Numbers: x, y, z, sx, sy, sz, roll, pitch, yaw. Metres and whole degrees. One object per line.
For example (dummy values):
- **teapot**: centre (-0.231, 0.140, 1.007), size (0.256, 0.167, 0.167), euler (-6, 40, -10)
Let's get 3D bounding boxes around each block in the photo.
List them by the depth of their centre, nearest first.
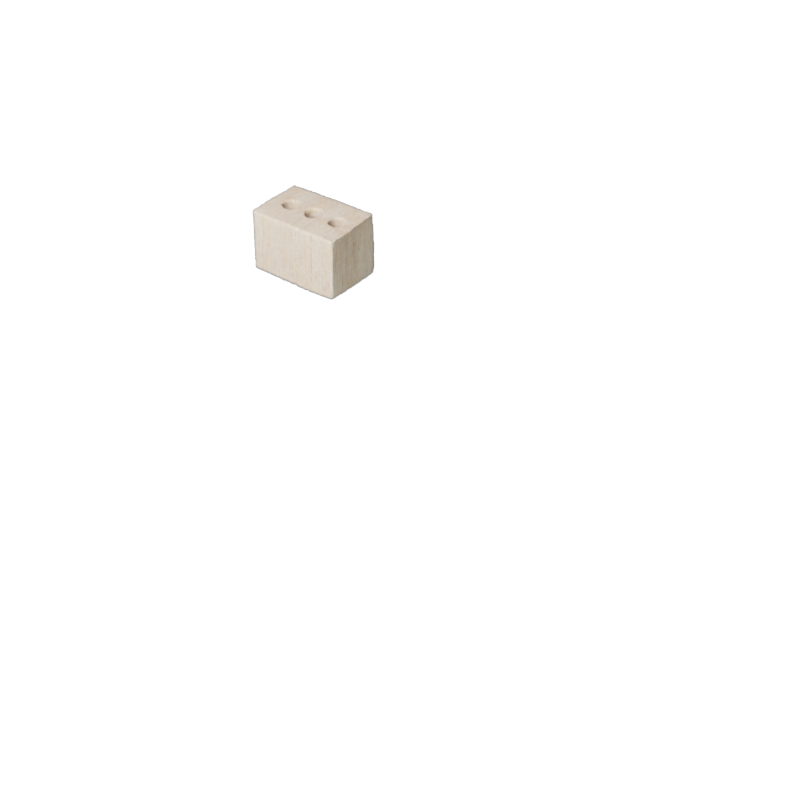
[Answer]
- **block**: centre (-0.065, -0.119, 0.834), size (0.082, 0.048, 0.053), euler (24, 41, 29)
